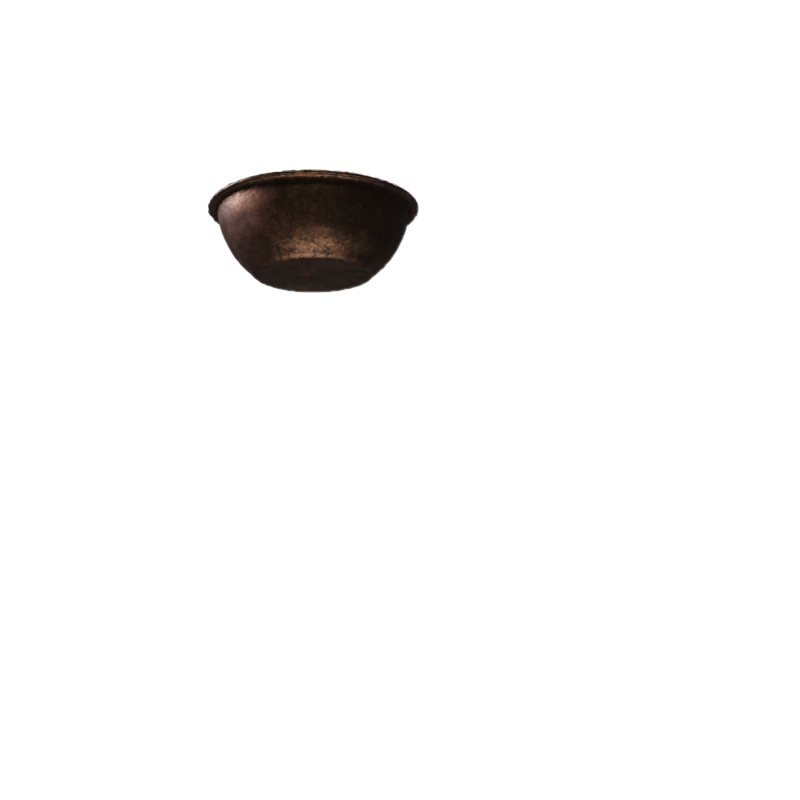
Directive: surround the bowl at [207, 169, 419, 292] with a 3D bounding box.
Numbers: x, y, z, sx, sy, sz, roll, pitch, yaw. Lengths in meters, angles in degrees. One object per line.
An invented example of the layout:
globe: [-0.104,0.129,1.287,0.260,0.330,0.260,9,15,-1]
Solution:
bowl: [-0.066,-0.120,0.843,0.162,0.057,0.156,0,-13,-2]
